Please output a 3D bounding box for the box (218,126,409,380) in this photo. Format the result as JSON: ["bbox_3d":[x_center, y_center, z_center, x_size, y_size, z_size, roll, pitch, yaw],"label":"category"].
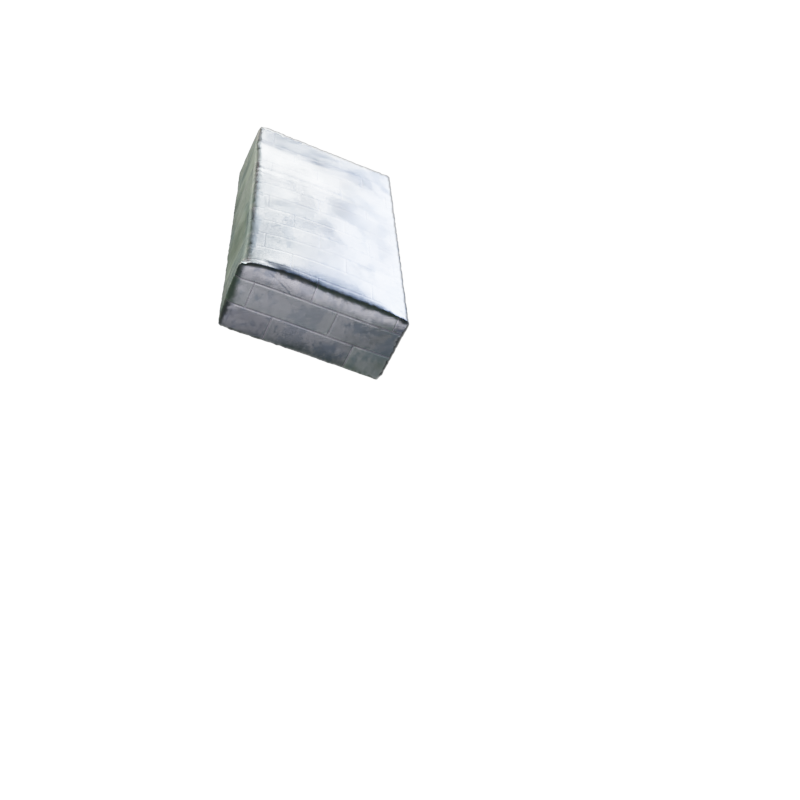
[{"bbox_3d":[-0.050,-0.091,0.637,0.091,0.046,0.187,19,29,-14],"label":"box"}]
